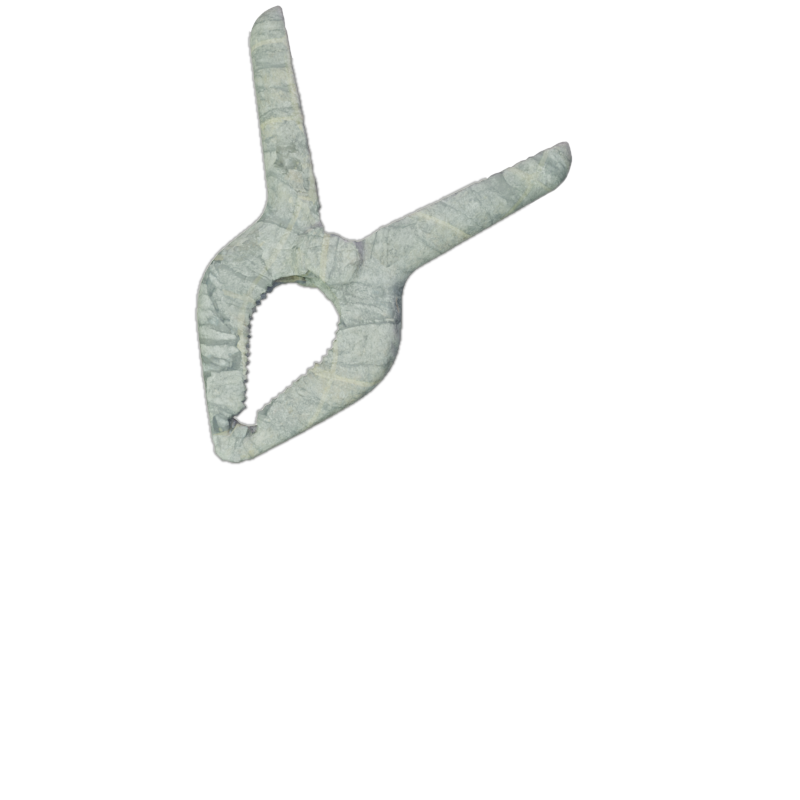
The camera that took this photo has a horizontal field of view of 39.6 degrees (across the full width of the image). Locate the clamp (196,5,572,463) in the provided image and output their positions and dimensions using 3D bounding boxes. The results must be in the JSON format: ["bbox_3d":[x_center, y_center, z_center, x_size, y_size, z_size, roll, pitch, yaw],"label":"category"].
[{"bbox_3d":[-0.040,-0.073,0.513,0.167,0.213,0.035,32,-10,6],"label":"clamp"}]
